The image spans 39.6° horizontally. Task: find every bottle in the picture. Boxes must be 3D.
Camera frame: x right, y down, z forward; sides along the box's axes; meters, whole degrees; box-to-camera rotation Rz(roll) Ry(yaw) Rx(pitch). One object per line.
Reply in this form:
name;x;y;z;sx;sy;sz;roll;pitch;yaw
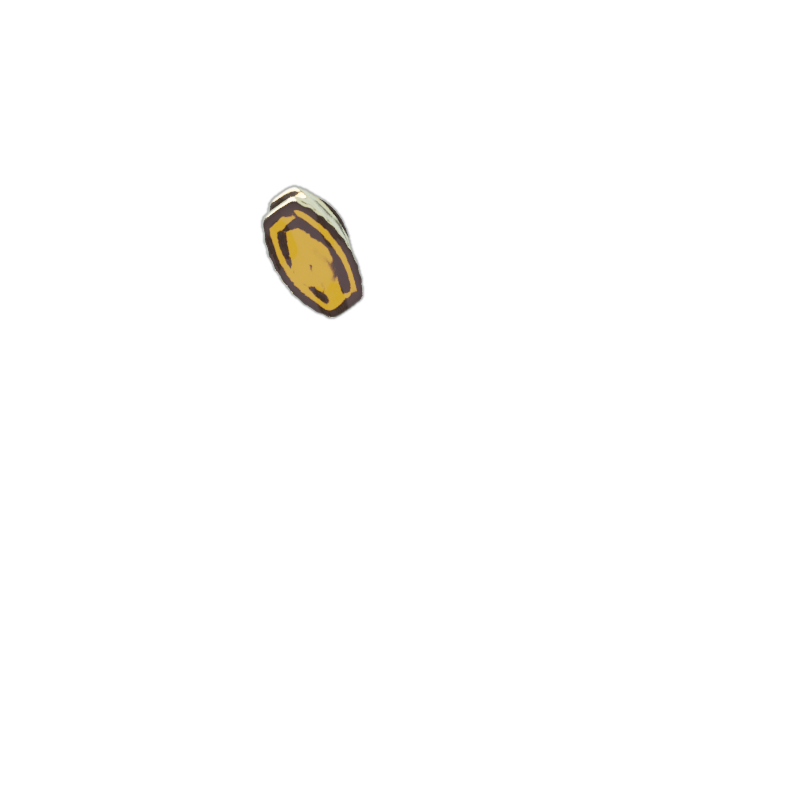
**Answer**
bottle;-0.073;-0.133;0.931;0.058;0.093;0.198;-37;15;7
